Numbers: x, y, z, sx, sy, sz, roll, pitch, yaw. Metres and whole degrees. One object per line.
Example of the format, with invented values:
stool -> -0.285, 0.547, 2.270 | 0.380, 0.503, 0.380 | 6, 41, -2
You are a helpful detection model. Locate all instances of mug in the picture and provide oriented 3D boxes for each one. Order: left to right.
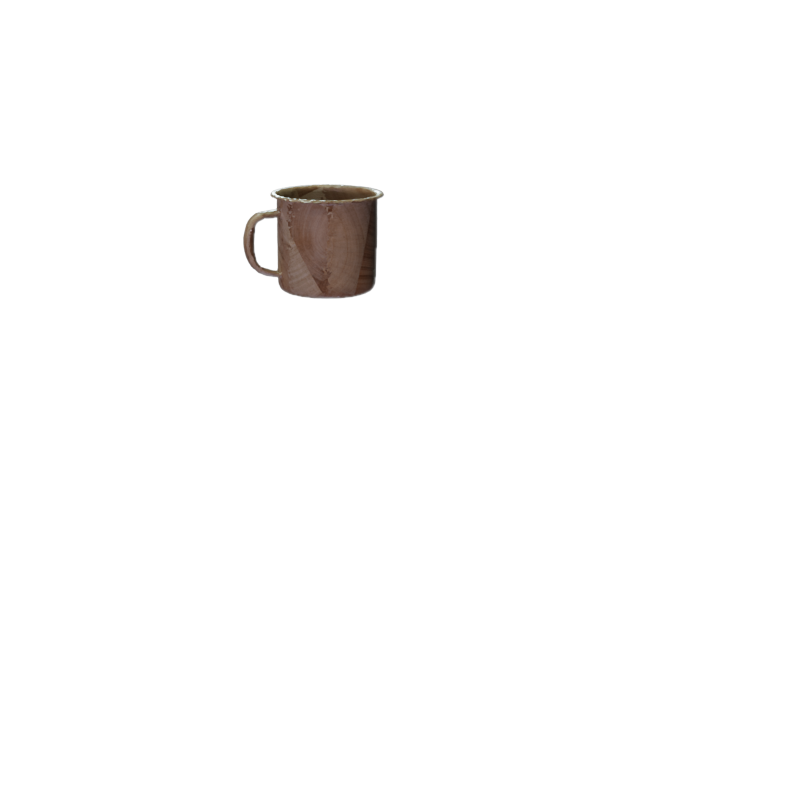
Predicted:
mug -> -0.071, -0.130, 0.911 | 0.115, 0.079, 0.098 | -6, 17, -21
